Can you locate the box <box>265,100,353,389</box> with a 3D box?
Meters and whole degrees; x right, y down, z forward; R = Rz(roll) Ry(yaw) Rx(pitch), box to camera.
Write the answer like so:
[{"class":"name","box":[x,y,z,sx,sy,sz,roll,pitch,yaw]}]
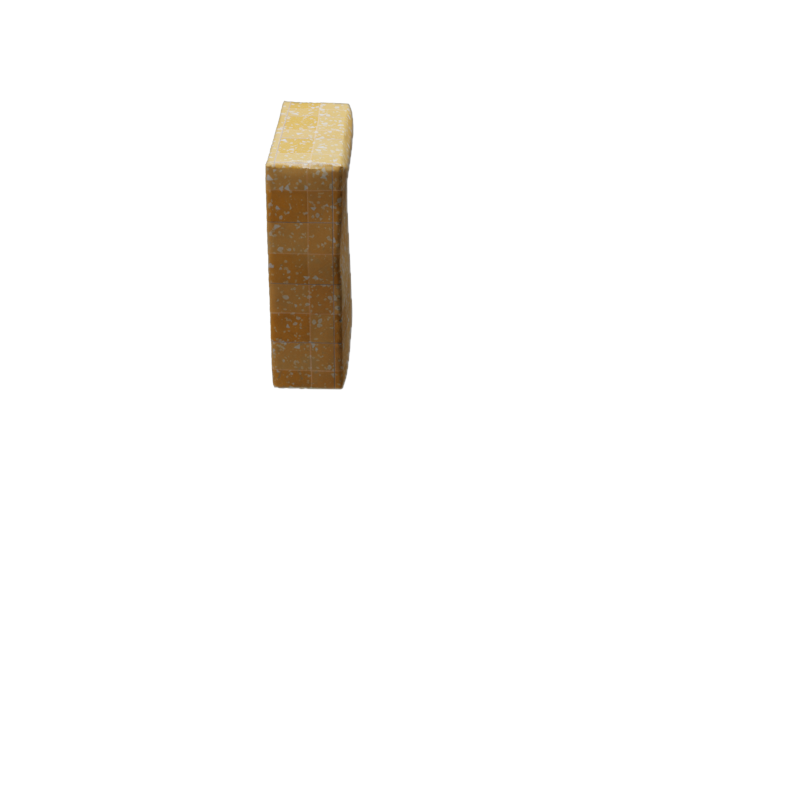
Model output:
[{"class":"box","box":[-0.078,-0.142,0.997,0.072,0.202,0.174,2,29,-1]}]
